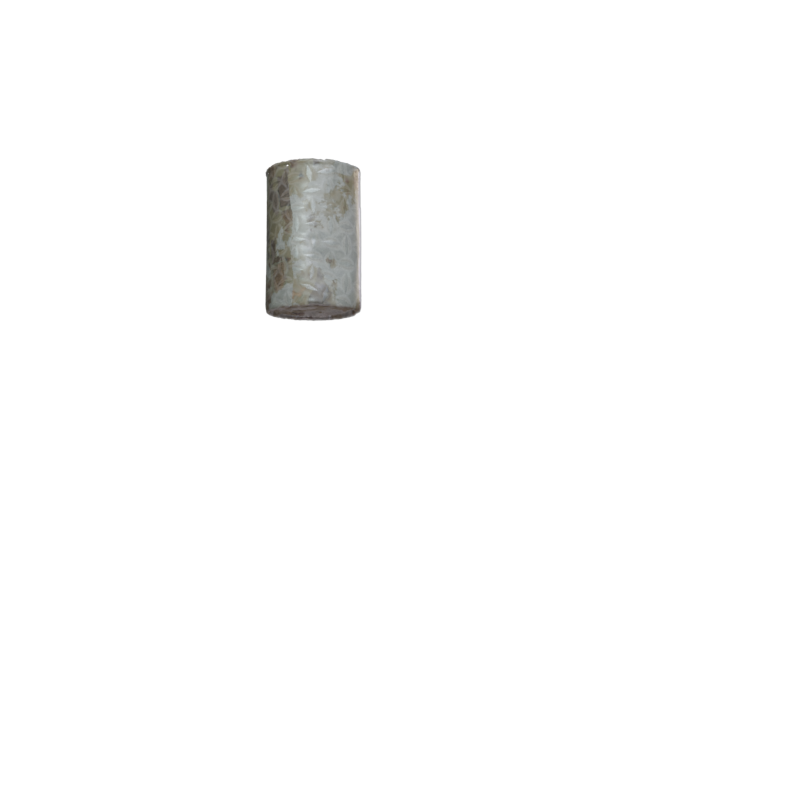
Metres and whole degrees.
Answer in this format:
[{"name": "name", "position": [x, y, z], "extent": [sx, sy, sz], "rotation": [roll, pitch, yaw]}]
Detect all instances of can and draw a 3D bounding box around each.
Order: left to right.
[{"name": "can", "position": [-0.061, -0.111, 0.778], "extent": [0.068, 0.105, 0.067], "rotation": [0, -10, -2]}]
